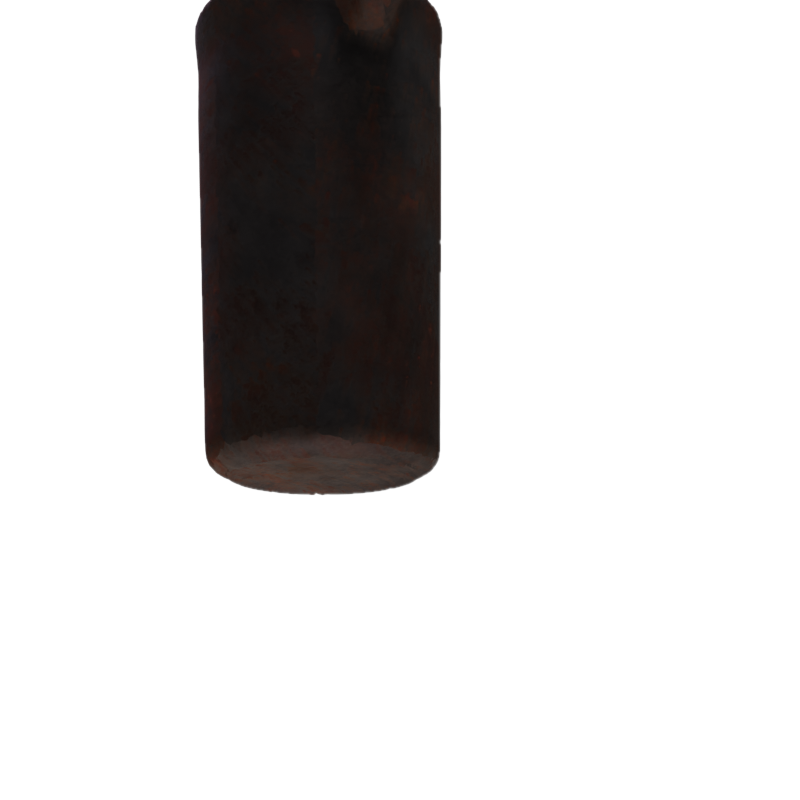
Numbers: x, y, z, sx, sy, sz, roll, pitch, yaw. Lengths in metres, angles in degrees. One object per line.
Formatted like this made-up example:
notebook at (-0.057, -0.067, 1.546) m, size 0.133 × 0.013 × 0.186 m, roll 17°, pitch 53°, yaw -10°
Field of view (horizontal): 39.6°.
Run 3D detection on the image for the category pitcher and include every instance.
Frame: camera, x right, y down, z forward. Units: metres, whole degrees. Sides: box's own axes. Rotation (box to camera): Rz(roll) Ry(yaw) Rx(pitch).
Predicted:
pitcher at (-0.044, -0.080, 0.562) m, size 0.147 × 0.255 × 0.140 m, roll -8°, pitch -22°, yaw 17°
